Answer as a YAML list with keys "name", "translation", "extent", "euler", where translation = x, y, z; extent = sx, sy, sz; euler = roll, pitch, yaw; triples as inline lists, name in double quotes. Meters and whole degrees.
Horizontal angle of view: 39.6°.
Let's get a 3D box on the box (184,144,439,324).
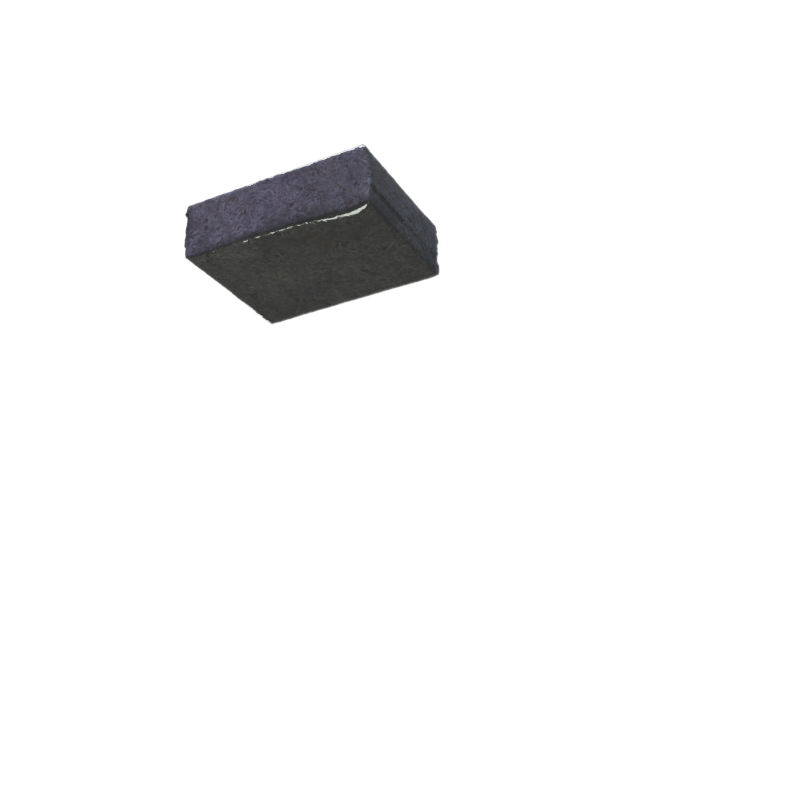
- name: "box"
  translation: [-0.048, -0.087, 0.606]
  extent: [0.115, 0.041, 0.083]
  euler: [-12, -28, 24]
